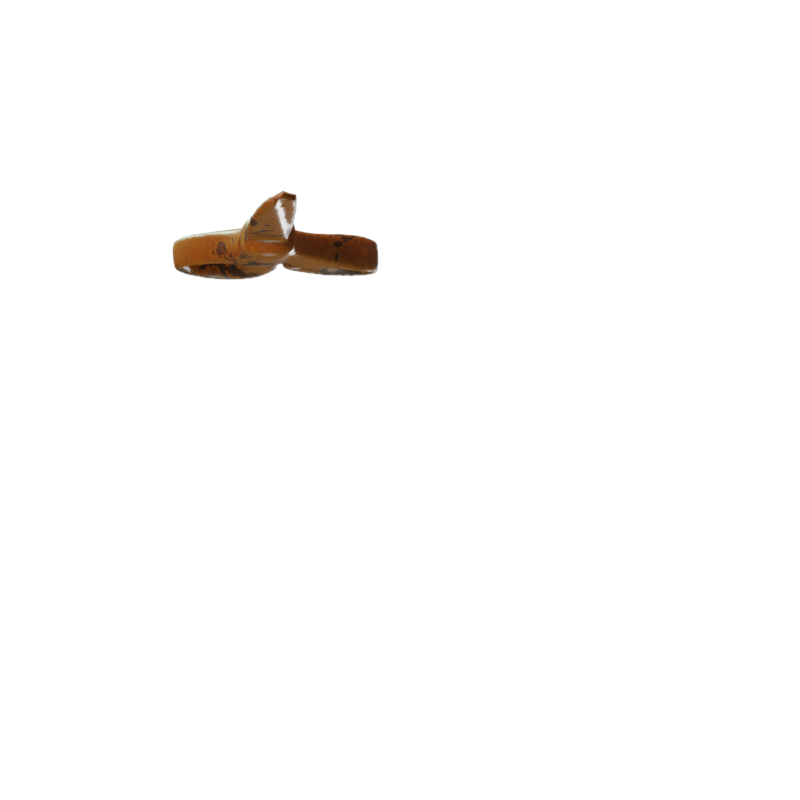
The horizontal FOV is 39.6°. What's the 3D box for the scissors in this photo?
[{"bbox_3d":[-0.032,-0.059,0.414,0.094,0.016,0.206,-1,2,-23],"label":"scissors"}]
